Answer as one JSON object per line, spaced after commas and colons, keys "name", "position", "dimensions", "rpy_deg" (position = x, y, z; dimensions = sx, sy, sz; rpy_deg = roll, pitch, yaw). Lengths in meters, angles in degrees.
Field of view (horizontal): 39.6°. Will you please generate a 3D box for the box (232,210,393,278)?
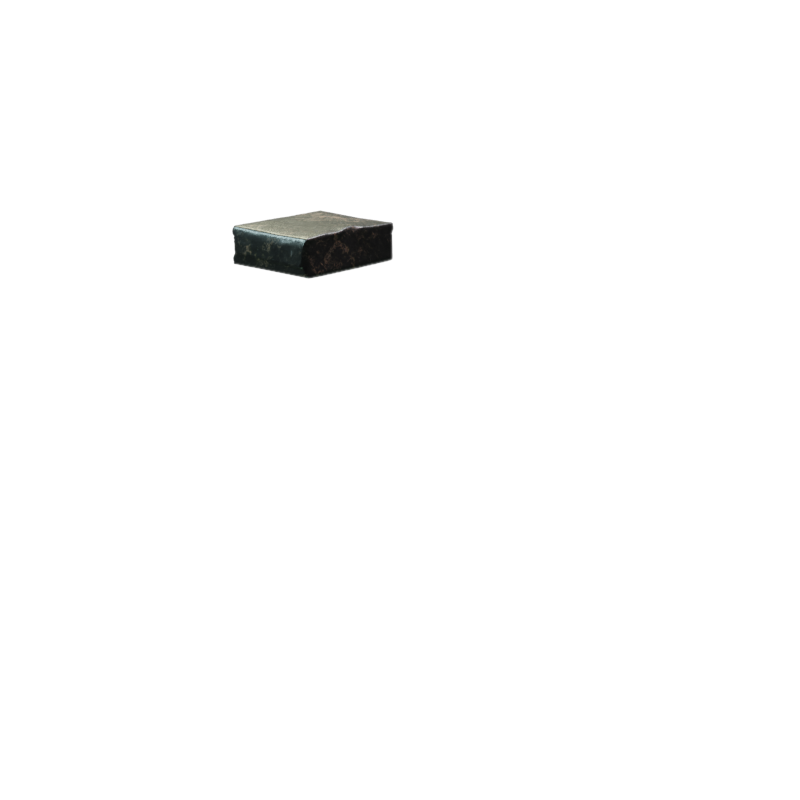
{"name": "box", "position": [-0.060, -0.110, 0.770], "dimensions": [0.077, 0.029, 0.087], "rpy_deg": [16, 24, 40]}
